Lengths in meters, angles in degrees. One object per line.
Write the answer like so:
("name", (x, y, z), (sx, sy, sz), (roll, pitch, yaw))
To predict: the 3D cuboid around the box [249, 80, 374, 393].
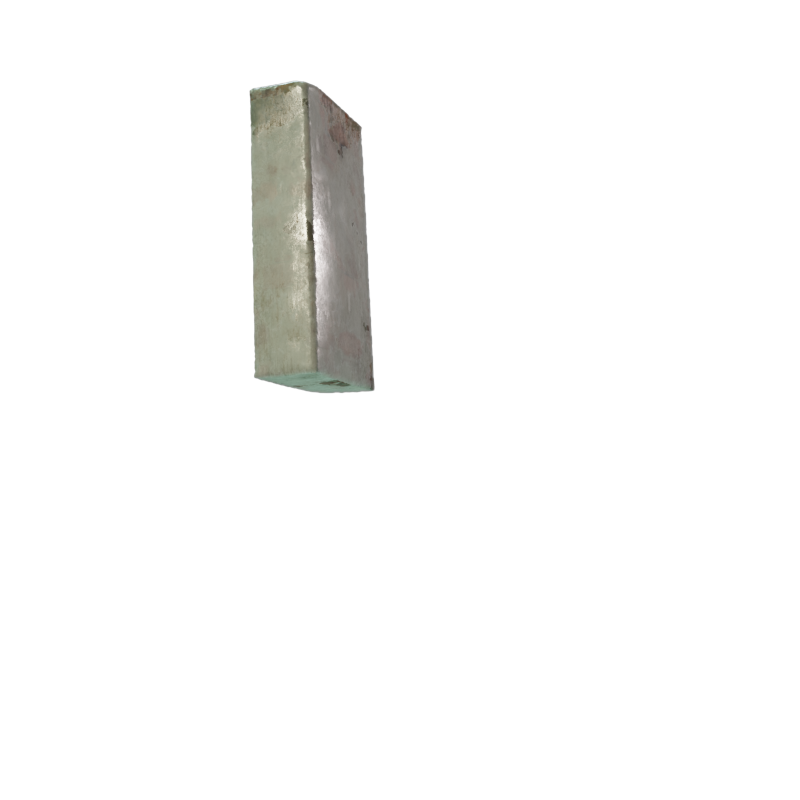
("box", (-0.053, -0.096, 0.673), (0.049, 0.182, 0.088), (-6, -13, 20))
